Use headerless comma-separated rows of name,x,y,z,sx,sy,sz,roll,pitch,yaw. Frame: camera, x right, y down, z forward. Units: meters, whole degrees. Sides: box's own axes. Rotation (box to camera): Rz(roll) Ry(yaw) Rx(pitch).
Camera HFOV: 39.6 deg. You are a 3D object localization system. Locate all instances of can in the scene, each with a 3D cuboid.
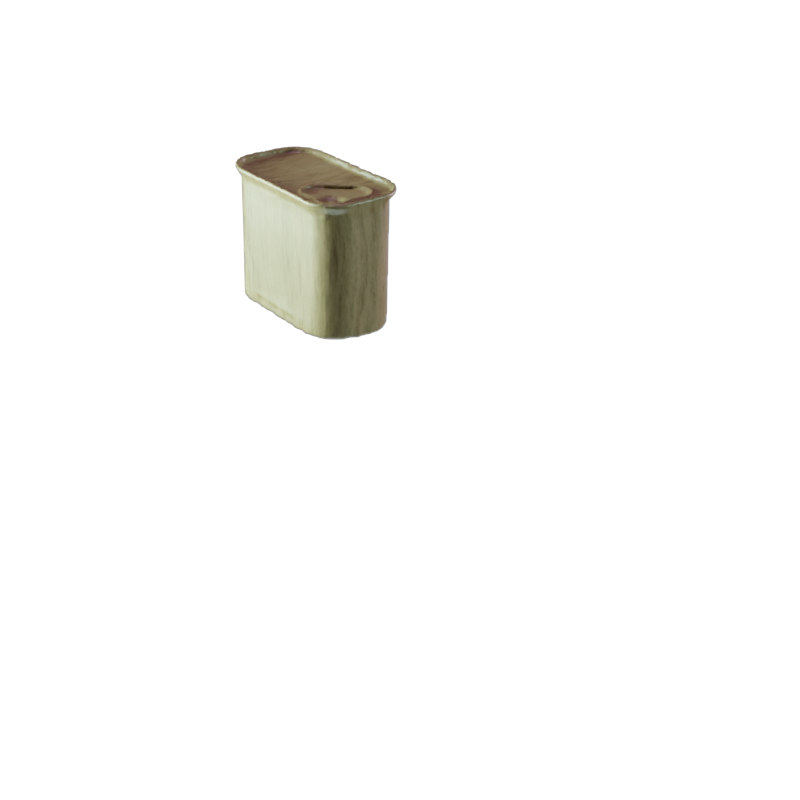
can,-0.050,-0.091,0.638,0.056,0.079,0.109,-17,32,-34
